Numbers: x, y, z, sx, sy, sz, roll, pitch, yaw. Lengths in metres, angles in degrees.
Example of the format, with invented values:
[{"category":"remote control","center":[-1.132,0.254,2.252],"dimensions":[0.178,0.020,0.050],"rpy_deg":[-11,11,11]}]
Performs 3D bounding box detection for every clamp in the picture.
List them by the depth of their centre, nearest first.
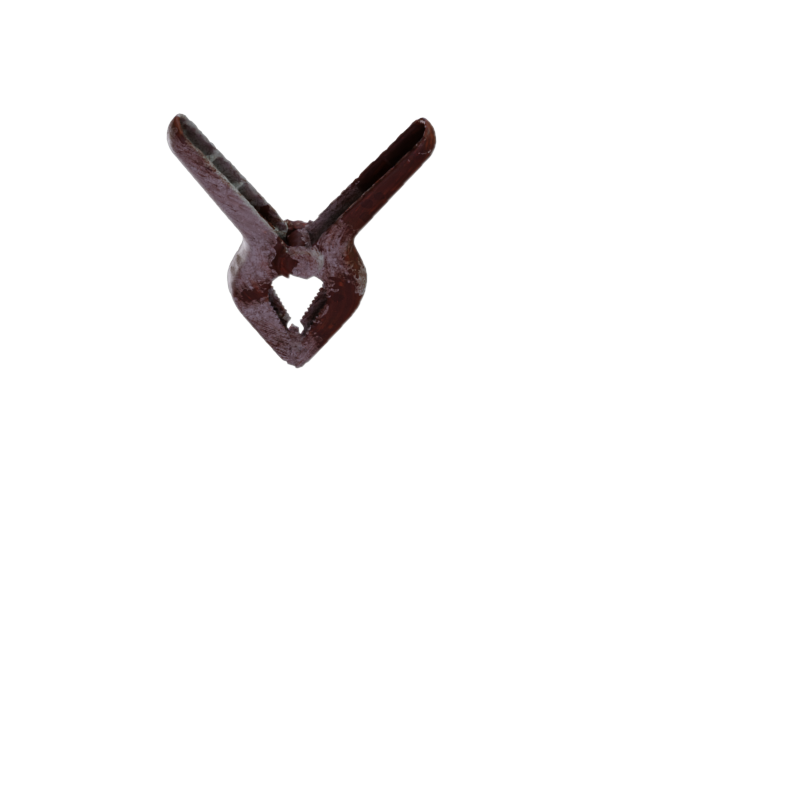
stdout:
[{"category":"clamp","center":[-0.058,-0.105,0.735],"dimensions":[0.165,0.195,0.039],"rpy_deg":[-2,43,2]}]
